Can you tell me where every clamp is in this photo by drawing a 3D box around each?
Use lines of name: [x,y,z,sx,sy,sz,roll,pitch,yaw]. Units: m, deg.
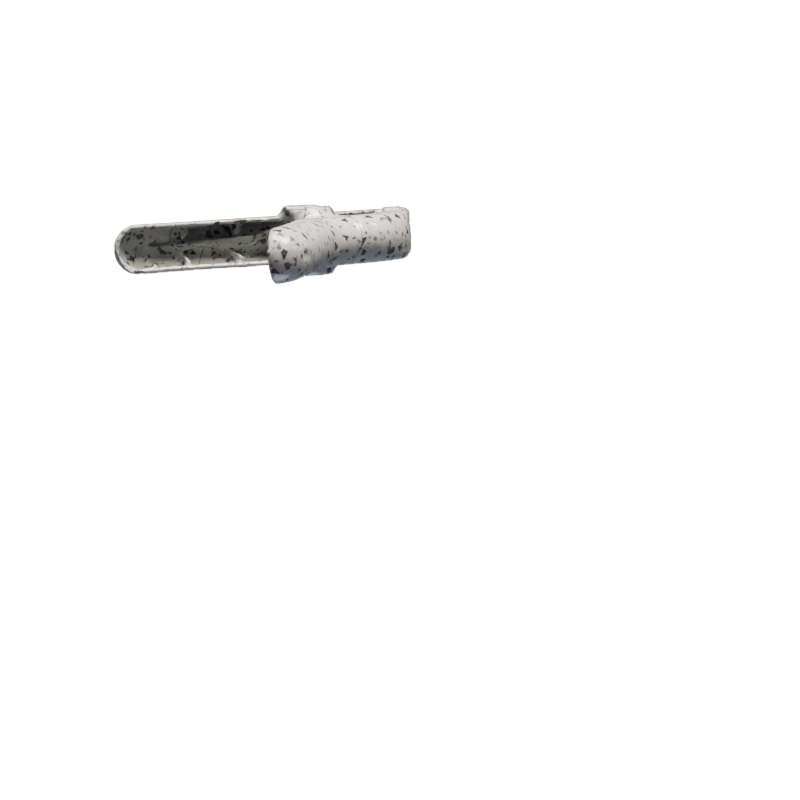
clamp: [-0.044,-0.081,0.564,0.167,0.038,0.127,-15,23,-39]
